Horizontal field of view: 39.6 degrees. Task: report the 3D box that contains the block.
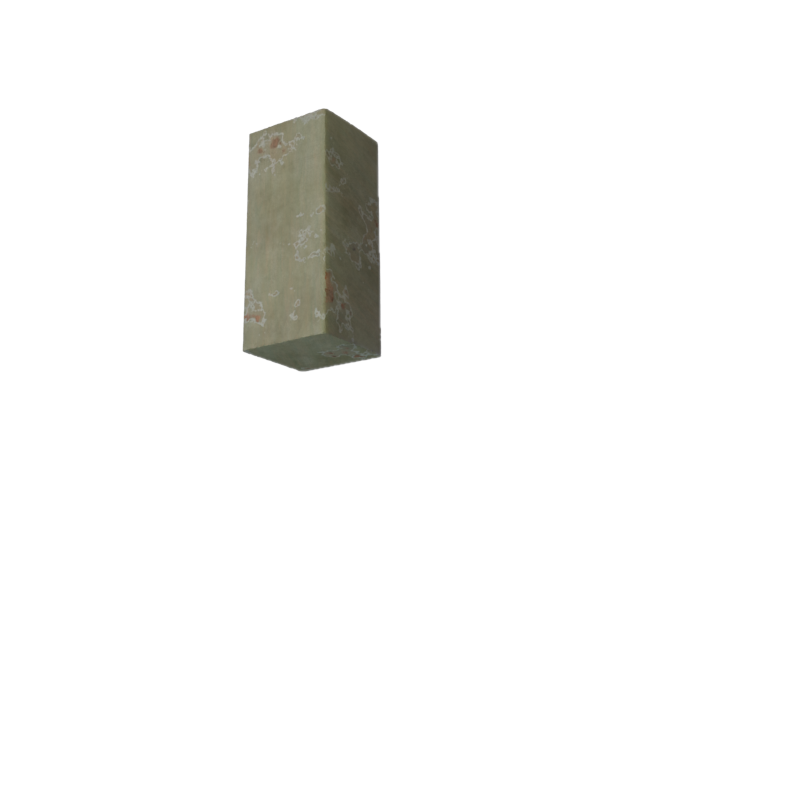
[{"bbox_3d":[-0.077,-0.141,0.986,0.092,0.216,0.084,-14,-23,31],"label":"block"}]
